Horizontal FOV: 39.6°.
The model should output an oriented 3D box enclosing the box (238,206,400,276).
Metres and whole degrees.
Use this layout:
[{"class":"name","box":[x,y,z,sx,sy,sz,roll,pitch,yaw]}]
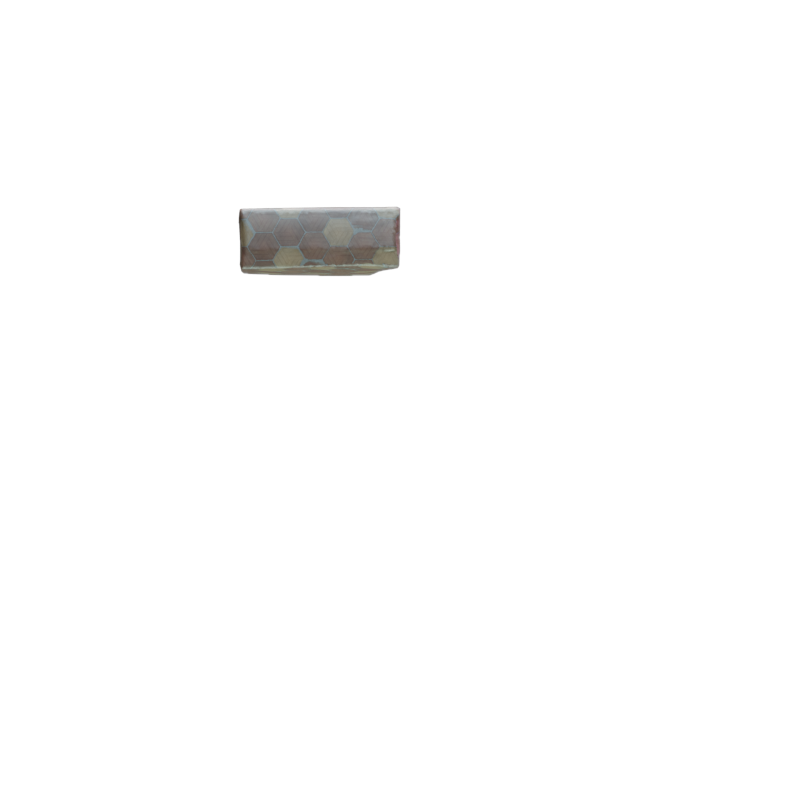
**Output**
[{"class":"box","box":[-0.052,-0.095,0.663,0.089,0.039,0.114,0,3,-7]}]
